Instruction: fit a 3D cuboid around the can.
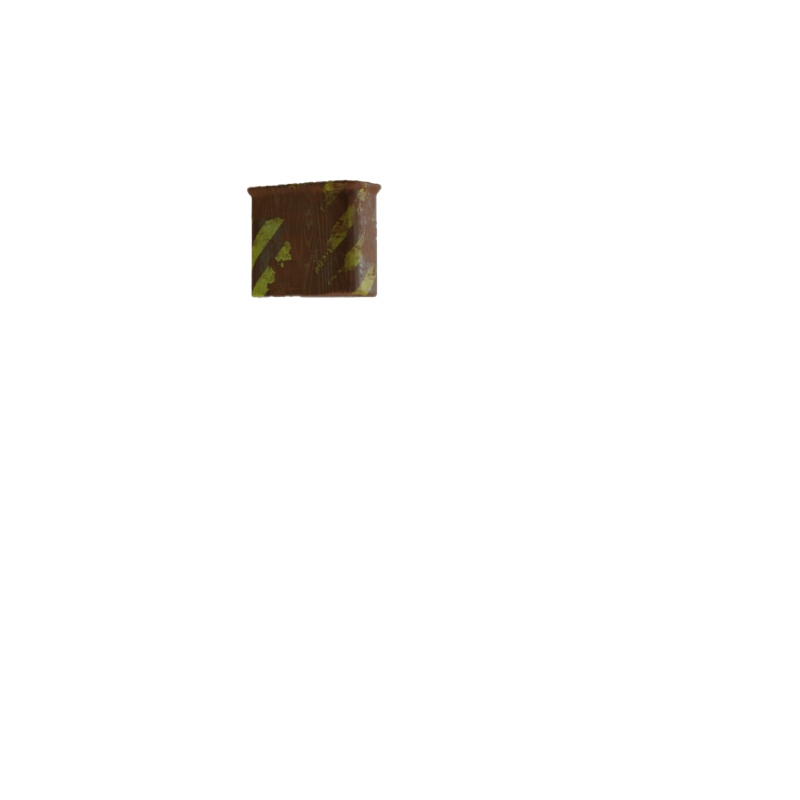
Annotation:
[{"bbox_3d":[-0.065,-0.119,0.833,0.105,0.084,0.055,0,-1,32],"label":"can"}]
